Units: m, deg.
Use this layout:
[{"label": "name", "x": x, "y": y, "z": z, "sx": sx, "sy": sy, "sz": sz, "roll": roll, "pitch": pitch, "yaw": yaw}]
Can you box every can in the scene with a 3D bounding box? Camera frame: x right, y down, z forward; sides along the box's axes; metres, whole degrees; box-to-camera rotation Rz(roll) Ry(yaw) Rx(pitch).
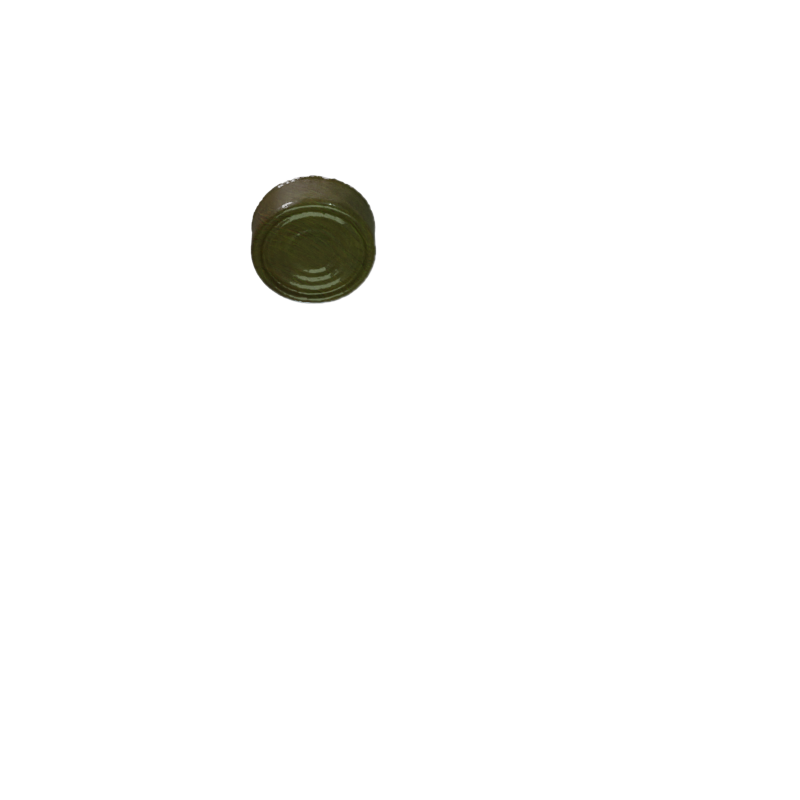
[{"label": "can", "x": -0.059, "y": -0.108, "z": 0.753, "sx": 0.086, "sy": 0.080, "sz": 0.036, "roll": 1, "pitch": 38, "yaw": -1}]
